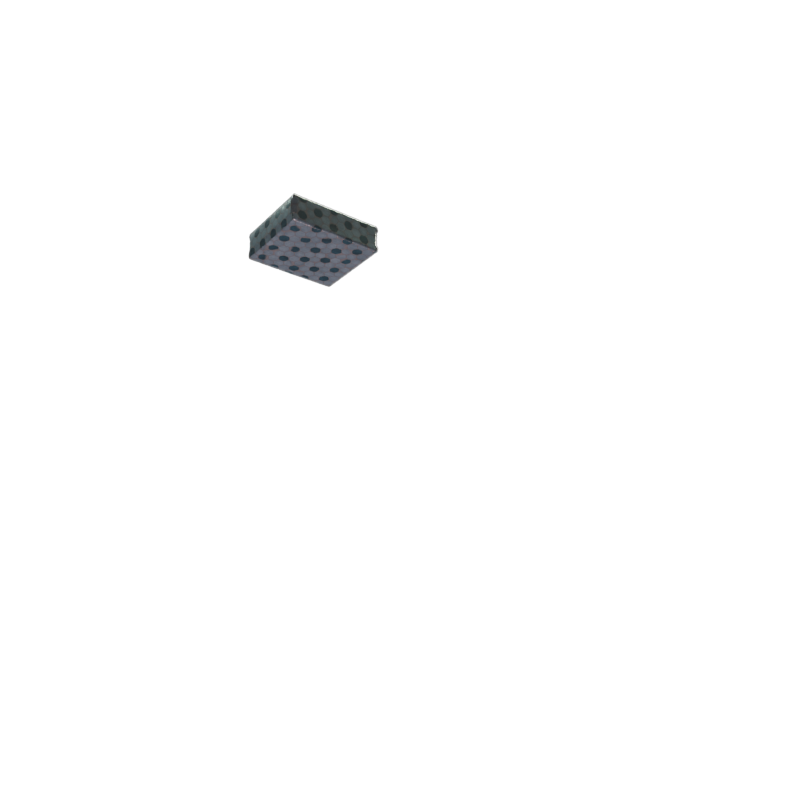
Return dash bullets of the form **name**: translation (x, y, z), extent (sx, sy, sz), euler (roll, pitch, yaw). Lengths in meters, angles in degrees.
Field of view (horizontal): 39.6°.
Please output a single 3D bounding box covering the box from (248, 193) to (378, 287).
- **box**: translation (-0.075, -0.137, 0.957), extent (0.085, 0.032, 0.072), euler (18, -33, -30)
